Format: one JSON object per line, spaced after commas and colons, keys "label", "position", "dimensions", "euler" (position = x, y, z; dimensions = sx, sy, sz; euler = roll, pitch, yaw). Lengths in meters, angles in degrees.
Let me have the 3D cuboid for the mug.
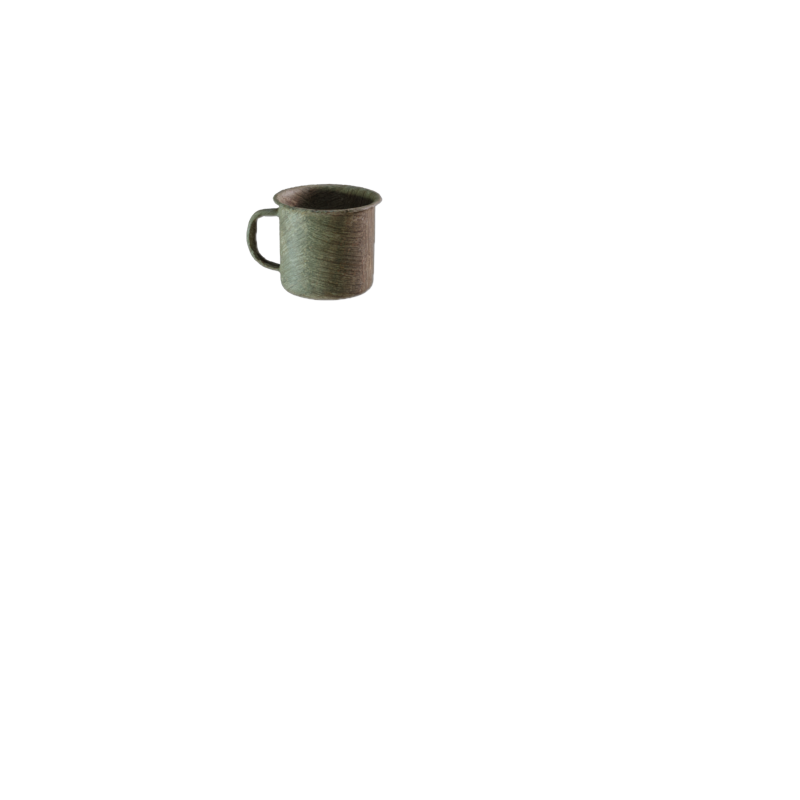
{"label": "mug", "position": [-0.075, -0.136, 0.955], "dimensions": [0.118, 0.078, 0.097], "euler": [2, 21, 4]}
